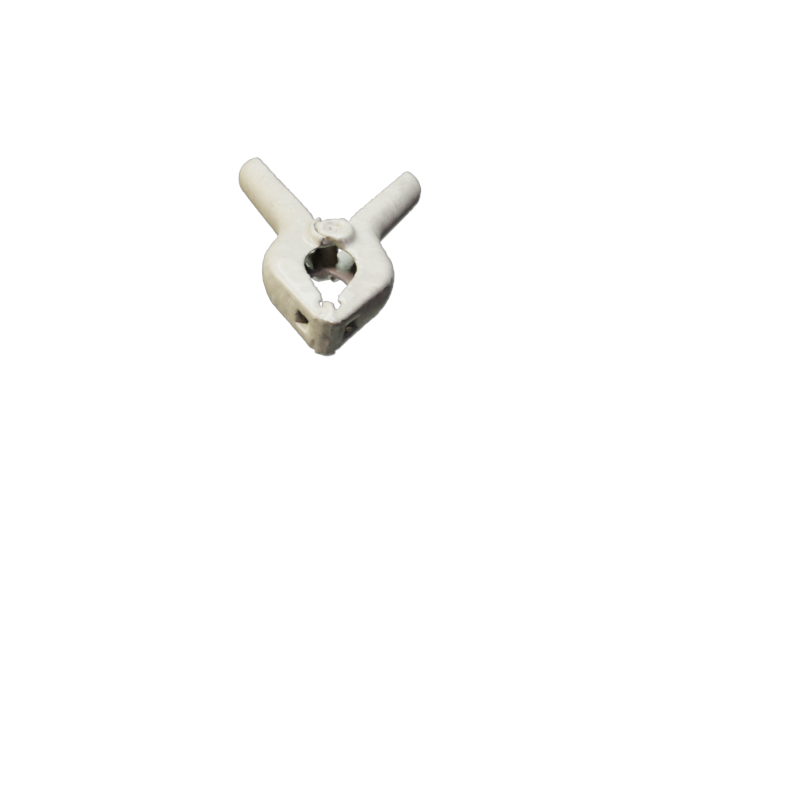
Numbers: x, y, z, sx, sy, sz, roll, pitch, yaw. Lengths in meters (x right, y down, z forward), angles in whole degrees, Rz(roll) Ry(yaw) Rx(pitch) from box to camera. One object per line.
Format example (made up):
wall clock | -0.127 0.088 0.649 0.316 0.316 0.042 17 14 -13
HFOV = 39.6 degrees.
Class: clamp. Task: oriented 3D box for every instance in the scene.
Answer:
clamp | -0.054 -0.098 0.686 0.121 0.037 0.182 5 40 5
